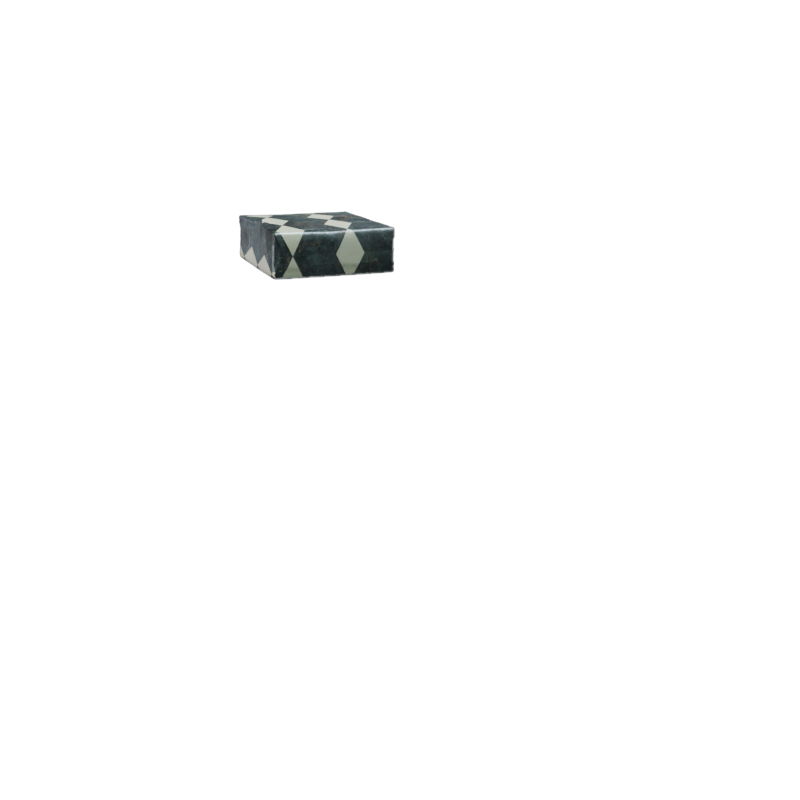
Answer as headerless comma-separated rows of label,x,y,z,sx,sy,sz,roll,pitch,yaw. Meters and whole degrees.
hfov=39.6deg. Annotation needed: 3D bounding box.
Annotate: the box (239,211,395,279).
box,-0.052,-0.096,0.669,0.072,0.029,0.094,-5,16,-18
